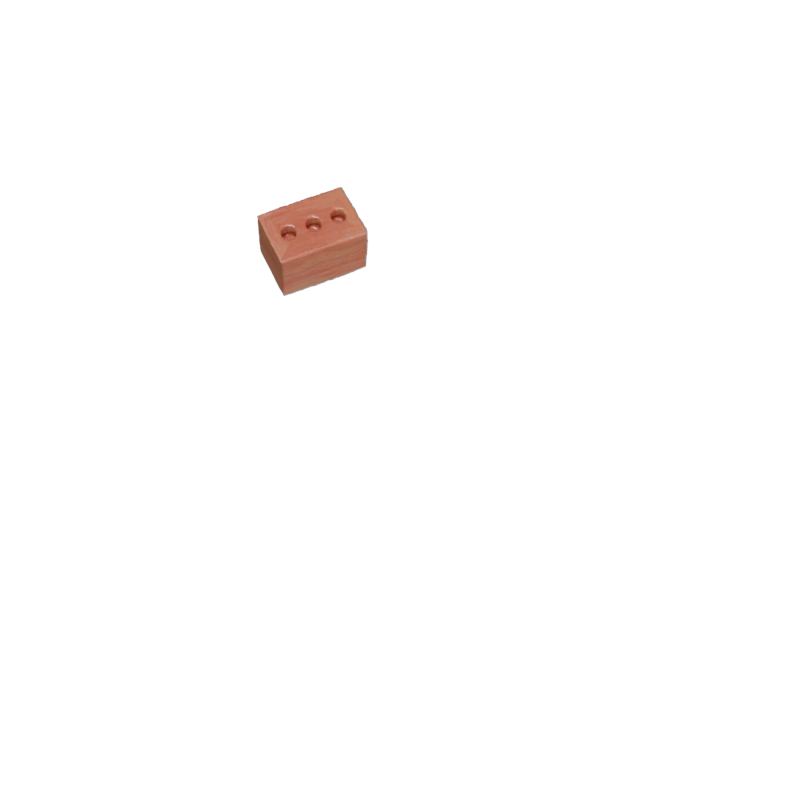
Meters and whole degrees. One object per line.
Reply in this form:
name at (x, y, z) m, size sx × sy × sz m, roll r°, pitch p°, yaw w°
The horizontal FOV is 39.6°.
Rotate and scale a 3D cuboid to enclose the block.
block at (-0.071, -0.130, 0.909) m, size 0.077 × 0.057 × 0.048 m, roll -22°, pitch -29°, yaw -14°
